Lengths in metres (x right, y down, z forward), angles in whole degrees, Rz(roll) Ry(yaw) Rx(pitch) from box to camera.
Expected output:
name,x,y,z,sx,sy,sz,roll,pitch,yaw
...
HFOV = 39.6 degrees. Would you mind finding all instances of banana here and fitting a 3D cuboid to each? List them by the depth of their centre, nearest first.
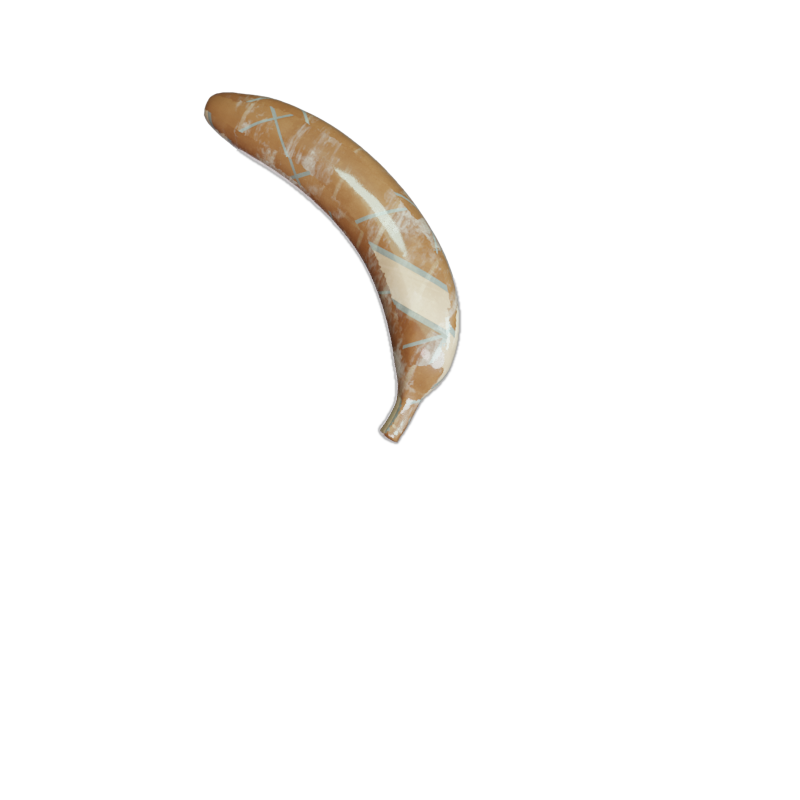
name,x,y,z,sx,sy,sz,roll,pitch,yaw
banana,-0.024,-0.082,0.540,0.069,0.207,0.035,-27,-16,-9
